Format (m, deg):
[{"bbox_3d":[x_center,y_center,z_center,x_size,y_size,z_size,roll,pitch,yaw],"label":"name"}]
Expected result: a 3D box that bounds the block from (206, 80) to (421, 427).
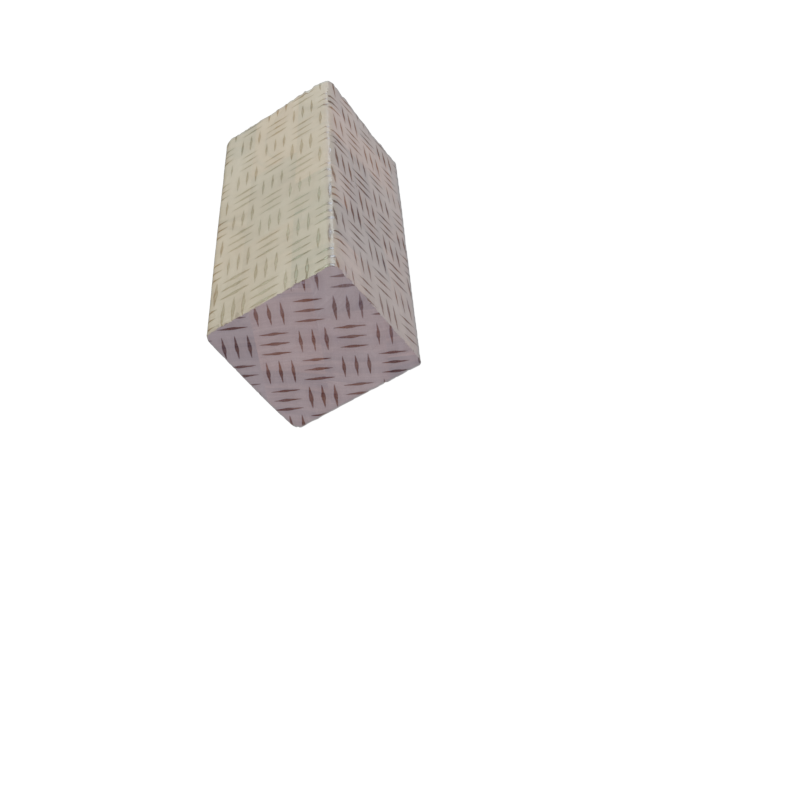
[{"bbox_3d":[-0.055,-0.100,0.696,0.091,0.221,0.084,-29,-53,20],"label":"block"}]
